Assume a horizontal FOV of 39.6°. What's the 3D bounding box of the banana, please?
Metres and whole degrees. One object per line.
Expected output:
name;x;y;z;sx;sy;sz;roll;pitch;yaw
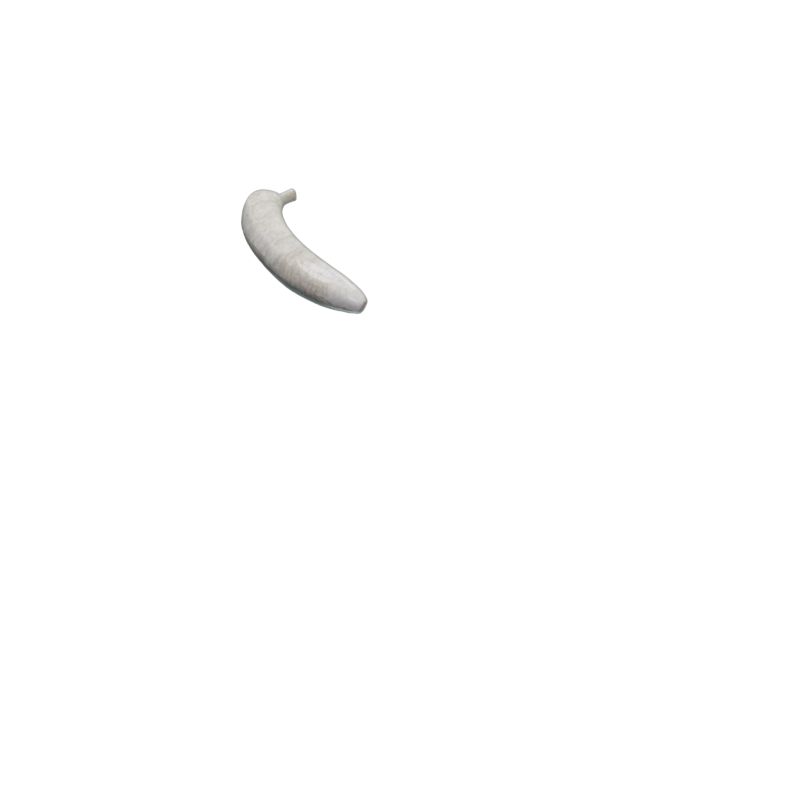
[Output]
banana;-0.092;-0.133;0.937;0.069;0.034;0.214;-13;41;-16
